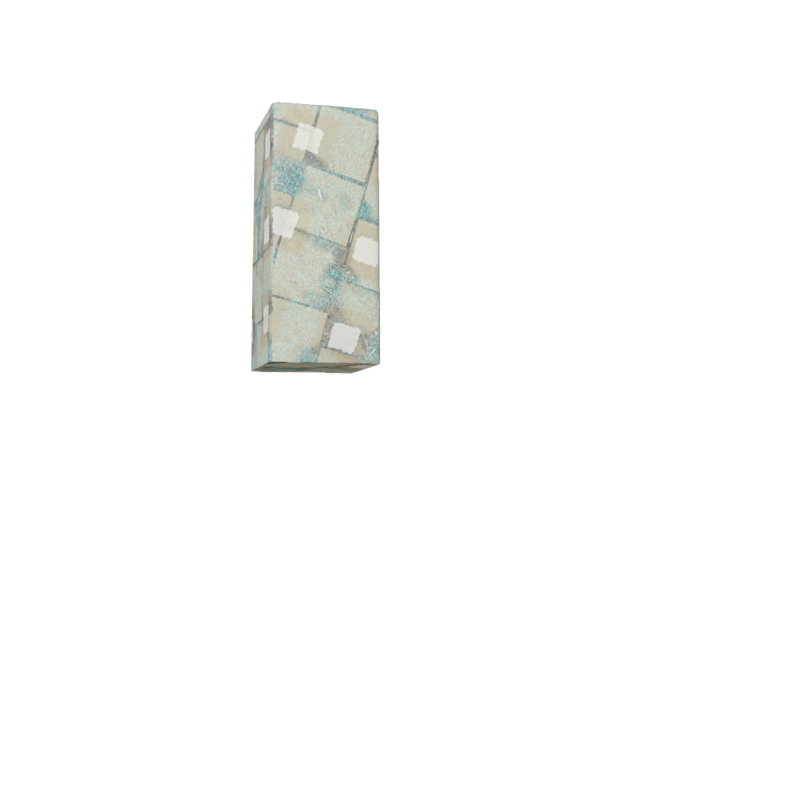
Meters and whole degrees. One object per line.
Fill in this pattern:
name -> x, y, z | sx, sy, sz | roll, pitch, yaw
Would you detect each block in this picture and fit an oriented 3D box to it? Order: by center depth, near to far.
block -> -0.070, -0.129, 0.907 | 0.088, 0.212, 0.090 | 2, -11, -15
